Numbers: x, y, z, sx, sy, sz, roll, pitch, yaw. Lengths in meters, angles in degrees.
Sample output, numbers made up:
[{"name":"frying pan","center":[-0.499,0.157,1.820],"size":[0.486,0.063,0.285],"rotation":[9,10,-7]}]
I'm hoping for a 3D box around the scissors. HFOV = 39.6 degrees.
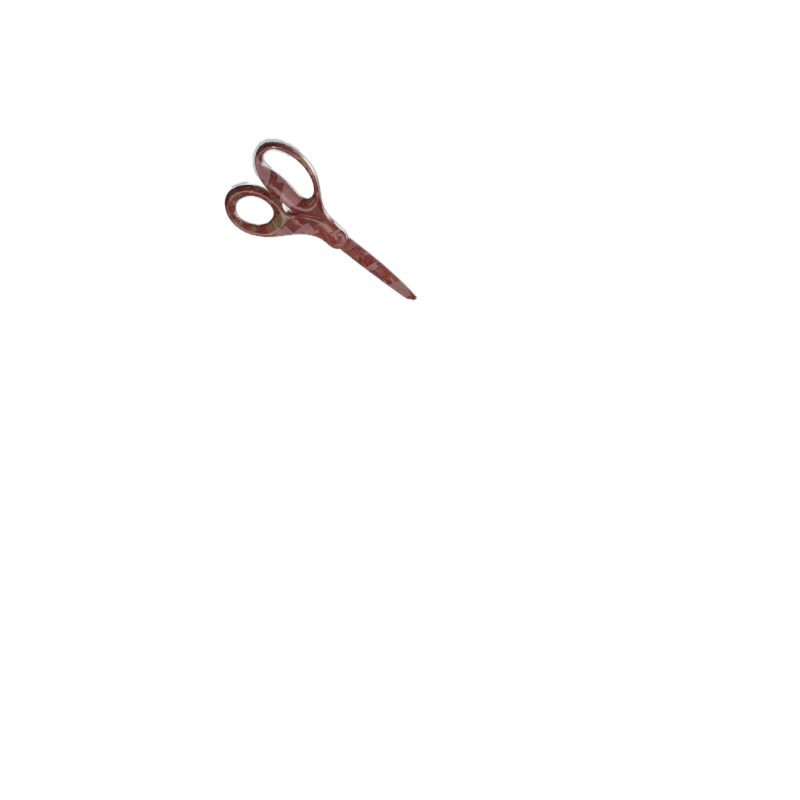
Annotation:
[{"name":"scissors","center":[-0.077,-0.141,0.989],"size":[0.096,0.191,0.017],"rotation":[-30,23,14]}]
